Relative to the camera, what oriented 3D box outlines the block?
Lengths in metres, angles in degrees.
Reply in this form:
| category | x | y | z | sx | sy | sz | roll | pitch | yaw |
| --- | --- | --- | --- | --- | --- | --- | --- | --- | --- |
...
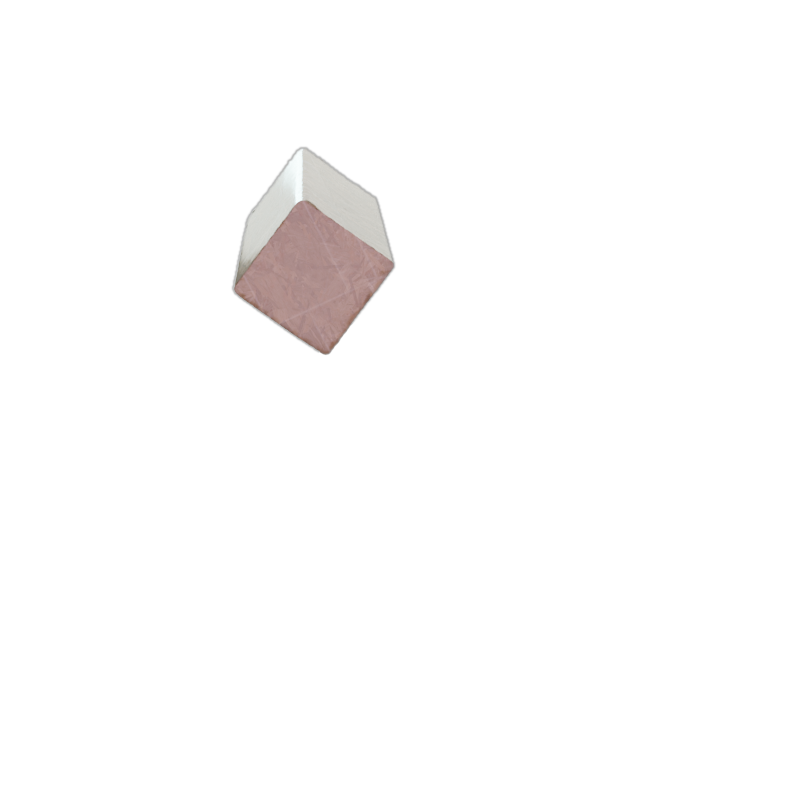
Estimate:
| category | x | y | z | sx | sy | sz | roll | pitch | yaw |
| --- | --- | --- | --- | --- | --- | --- | --- | --- | --- |
| block | -0.072 | -0.131 | 0.913 | 0.087 | 0.089 | 0.216 | 34 | 16 | -16 |
